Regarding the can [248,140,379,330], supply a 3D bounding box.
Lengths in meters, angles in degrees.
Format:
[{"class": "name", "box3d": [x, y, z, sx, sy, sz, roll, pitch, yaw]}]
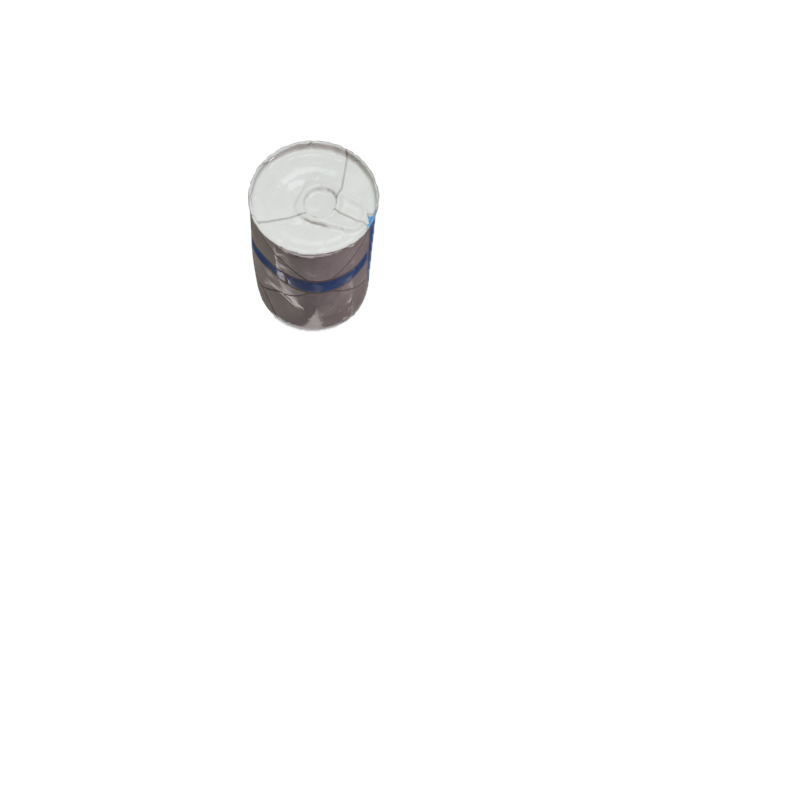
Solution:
[{"class": "can", "box3d": [-0.048, -0.088, 0.616, 0.068, 0.072, 0.097, 0, -23, -3]}]
